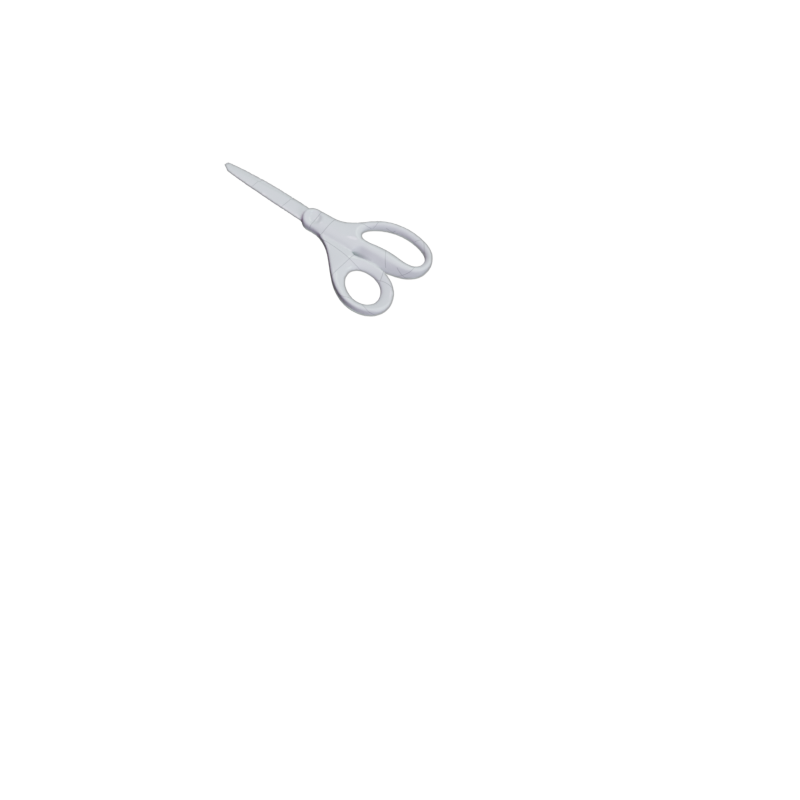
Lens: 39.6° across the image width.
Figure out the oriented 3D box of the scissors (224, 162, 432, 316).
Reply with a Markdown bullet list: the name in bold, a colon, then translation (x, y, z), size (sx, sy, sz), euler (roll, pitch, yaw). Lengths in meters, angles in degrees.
- **scissors**: translation (-0.074, -0.135, 0.943), size (0.206, 0.100, 0.015), euler (19, -26, 9)
